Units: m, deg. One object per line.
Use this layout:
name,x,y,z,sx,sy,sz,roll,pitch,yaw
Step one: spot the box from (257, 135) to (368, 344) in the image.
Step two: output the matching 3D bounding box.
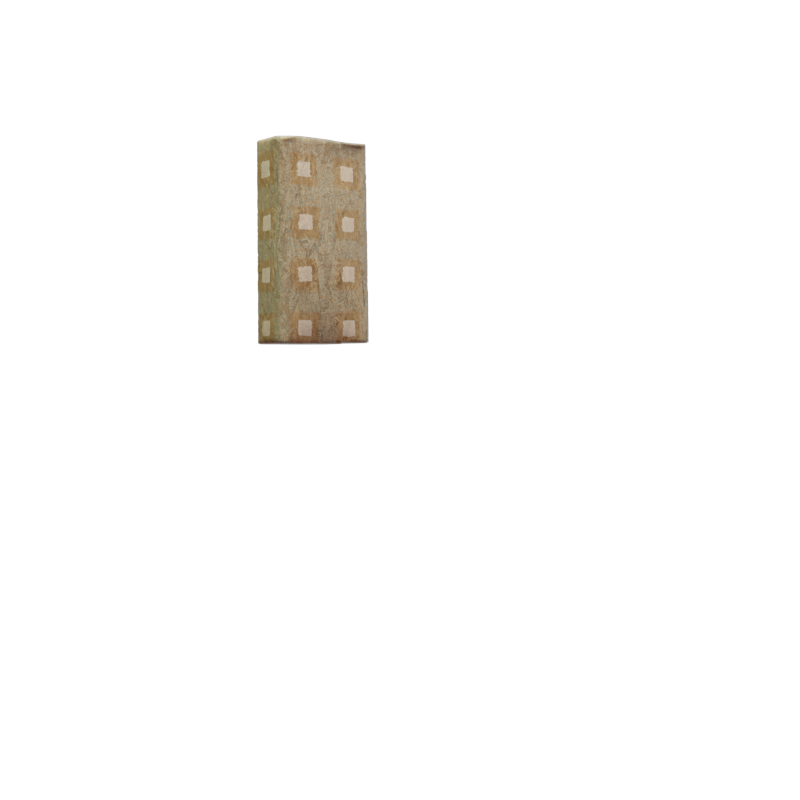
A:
box,-0.075,-0.137,0.957,0.090,0.178,0.049,1,-3,-35
